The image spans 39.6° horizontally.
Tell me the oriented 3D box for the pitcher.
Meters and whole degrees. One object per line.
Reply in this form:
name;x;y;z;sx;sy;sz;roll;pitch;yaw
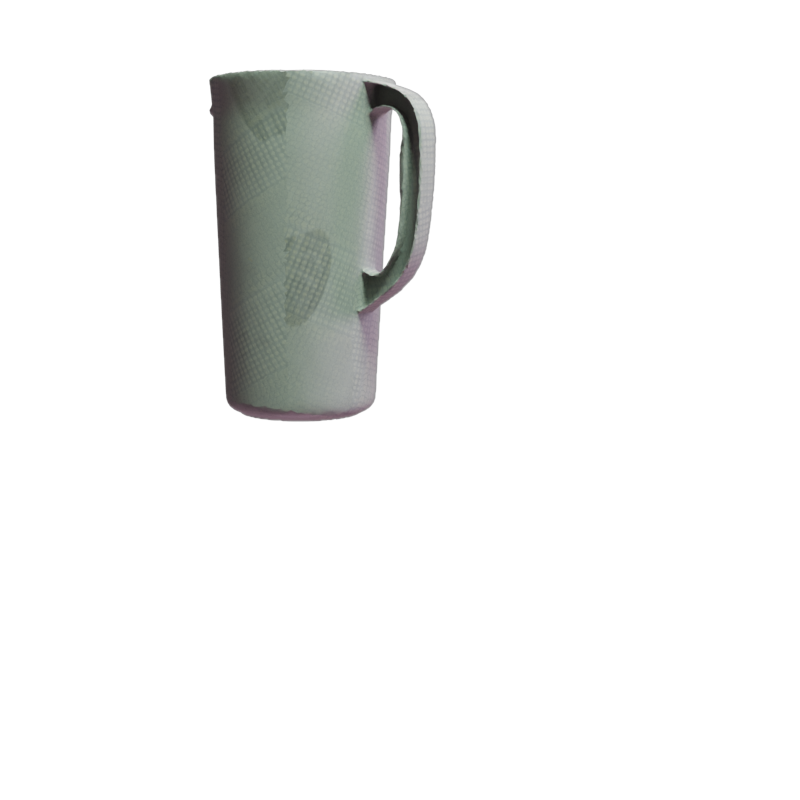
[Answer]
pitcher;-0.062;-0.112;0.786;0.143;0.242;0.152;-1;4;-12
